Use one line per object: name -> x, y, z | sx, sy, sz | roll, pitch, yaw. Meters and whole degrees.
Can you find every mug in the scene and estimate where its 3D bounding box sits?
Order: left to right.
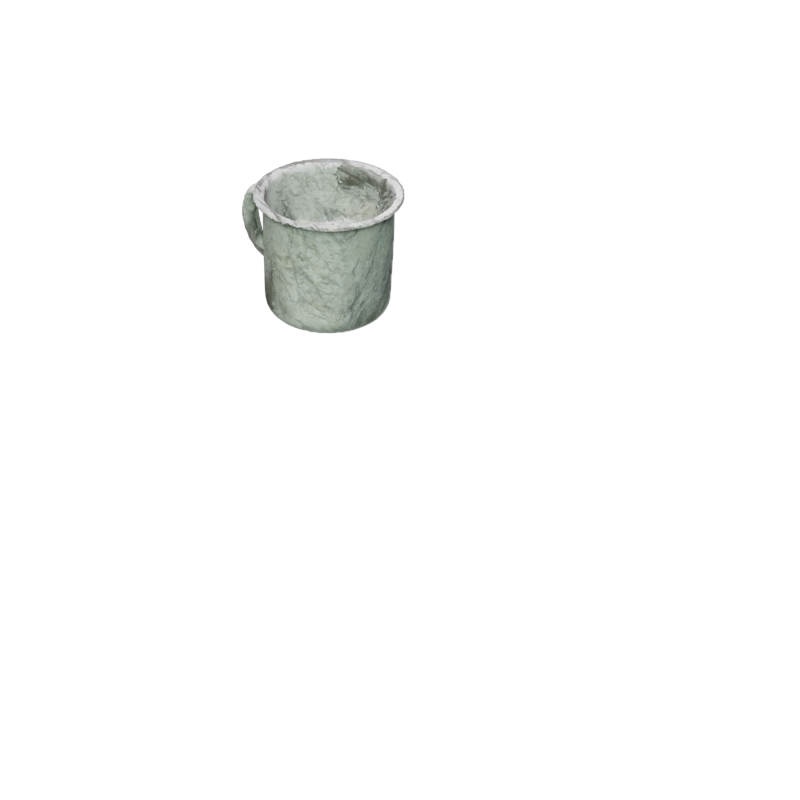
mug -> -0.055, -0.101, 0.706 | 0.124, 0.076, 0.094 | 23, 40, 29
